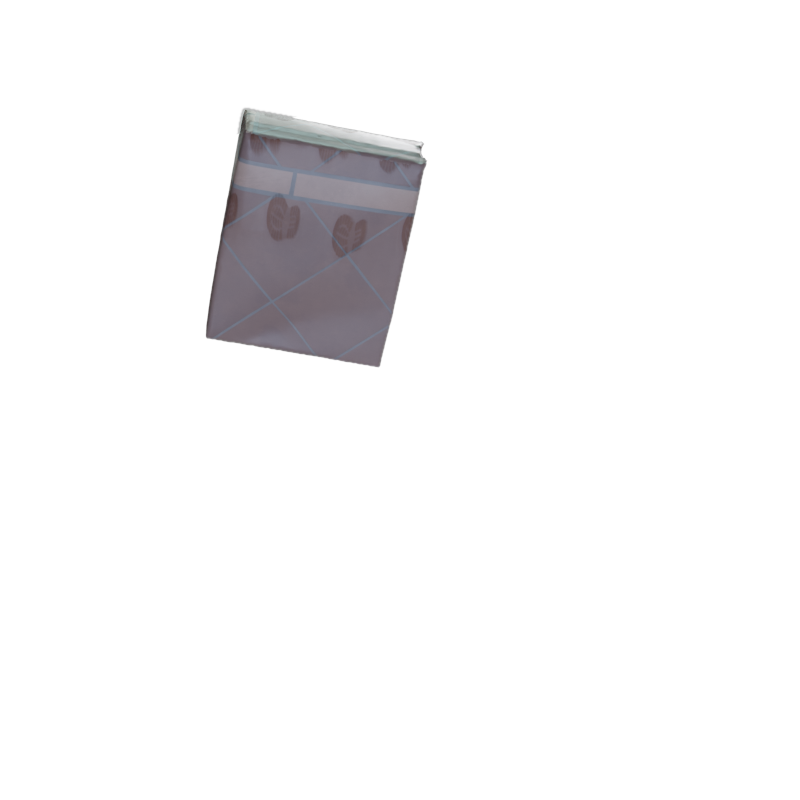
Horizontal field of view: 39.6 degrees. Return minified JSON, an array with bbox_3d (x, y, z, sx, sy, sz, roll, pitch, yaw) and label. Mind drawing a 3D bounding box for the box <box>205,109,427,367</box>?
[{"bbox_3d":[-0.042,-0.077,0.541,0.089,0.108,0.041,11,26,-6],"label":"box"}]
